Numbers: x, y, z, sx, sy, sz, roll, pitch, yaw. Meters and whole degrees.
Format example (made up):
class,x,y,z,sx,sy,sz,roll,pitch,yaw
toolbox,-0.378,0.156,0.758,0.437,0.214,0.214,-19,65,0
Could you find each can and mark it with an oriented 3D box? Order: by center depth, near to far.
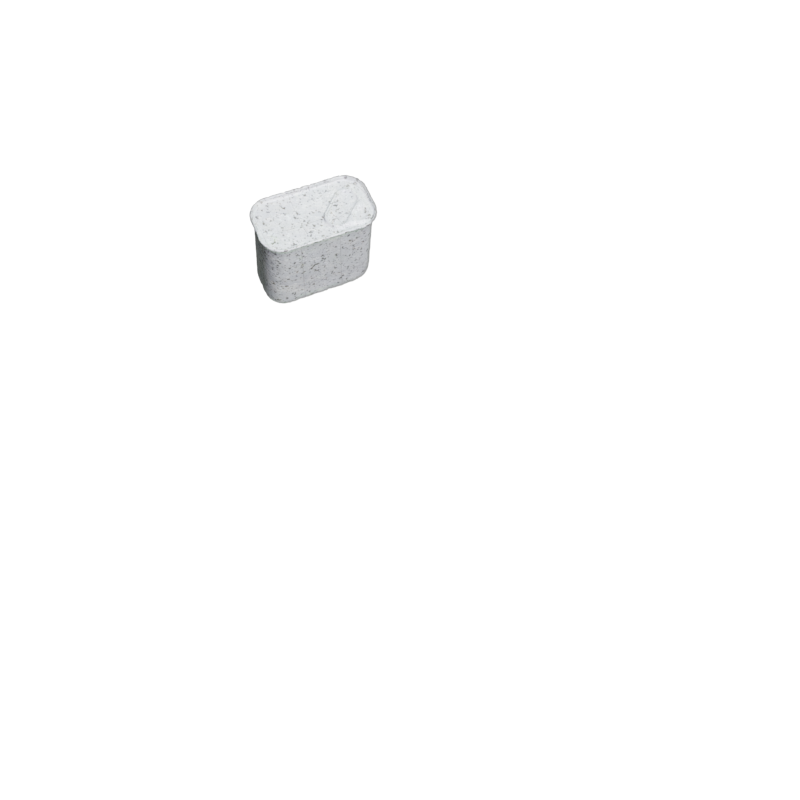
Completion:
class,x,y,z,sx,sy,sz,roll,pitch,yaw
can,-0.074,-0.134,0.940,0.101,0.062,0.078,-19,-29,-13
